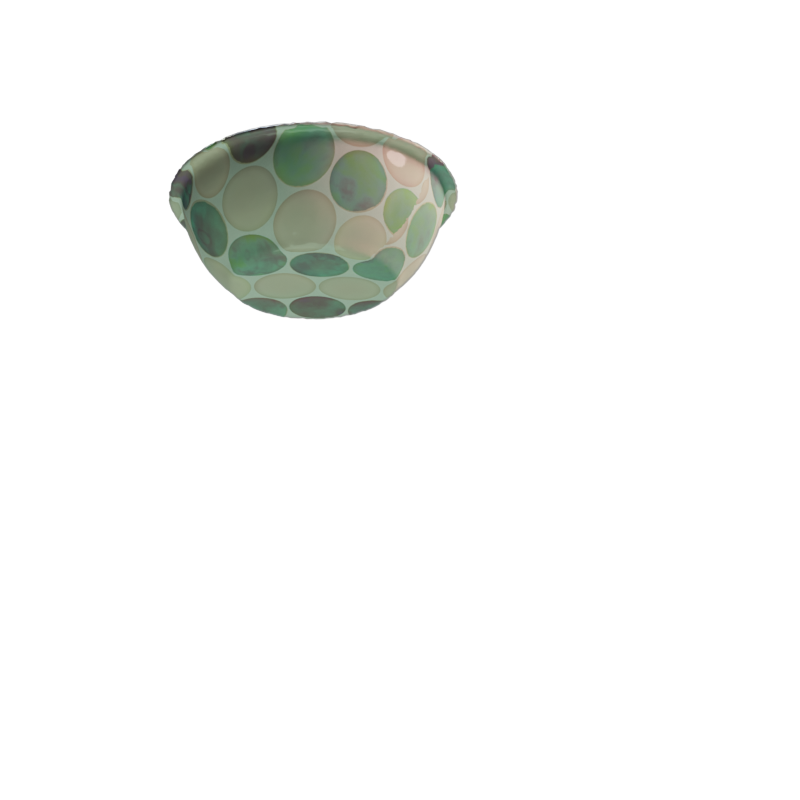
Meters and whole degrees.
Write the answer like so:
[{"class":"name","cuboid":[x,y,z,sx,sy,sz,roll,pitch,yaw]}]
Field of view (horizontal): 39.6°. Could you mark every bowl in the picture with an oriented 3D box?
[{"class":"bowl","cuboid":[-0.048,-0.087,0.613,0.162,0.058,0.154,1,-21,-2]}]
